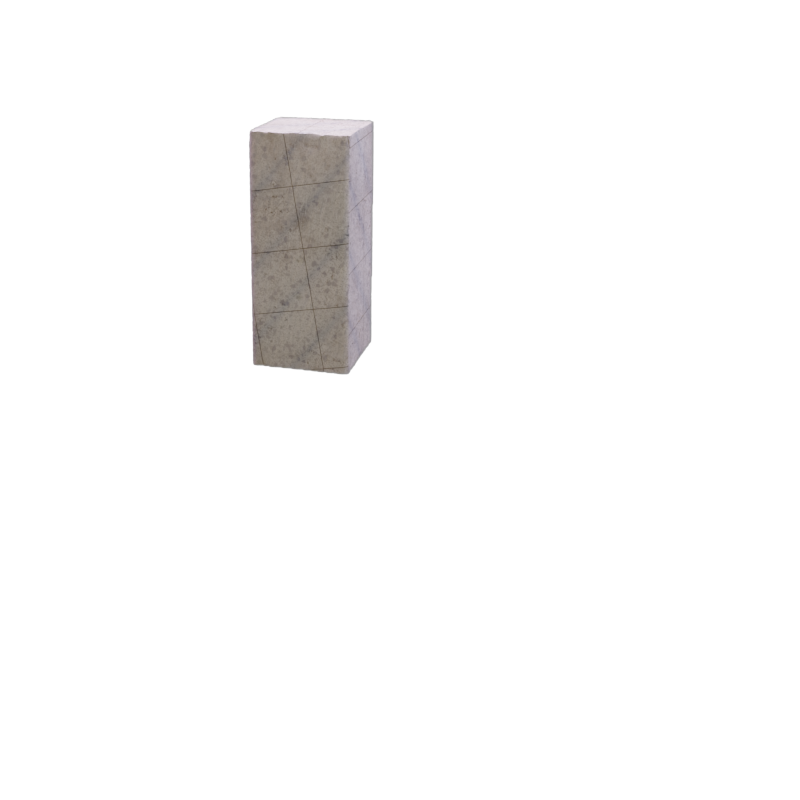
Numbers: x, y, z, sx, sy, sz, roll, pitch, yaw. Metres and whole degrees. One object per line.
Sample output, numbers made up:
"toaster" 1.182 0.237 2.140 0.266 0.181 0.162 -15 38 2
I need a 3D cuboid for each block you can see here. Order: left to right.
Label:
"block" -0.077 -0.139 0.972 0.092 0.199 0.092 5 17 12
